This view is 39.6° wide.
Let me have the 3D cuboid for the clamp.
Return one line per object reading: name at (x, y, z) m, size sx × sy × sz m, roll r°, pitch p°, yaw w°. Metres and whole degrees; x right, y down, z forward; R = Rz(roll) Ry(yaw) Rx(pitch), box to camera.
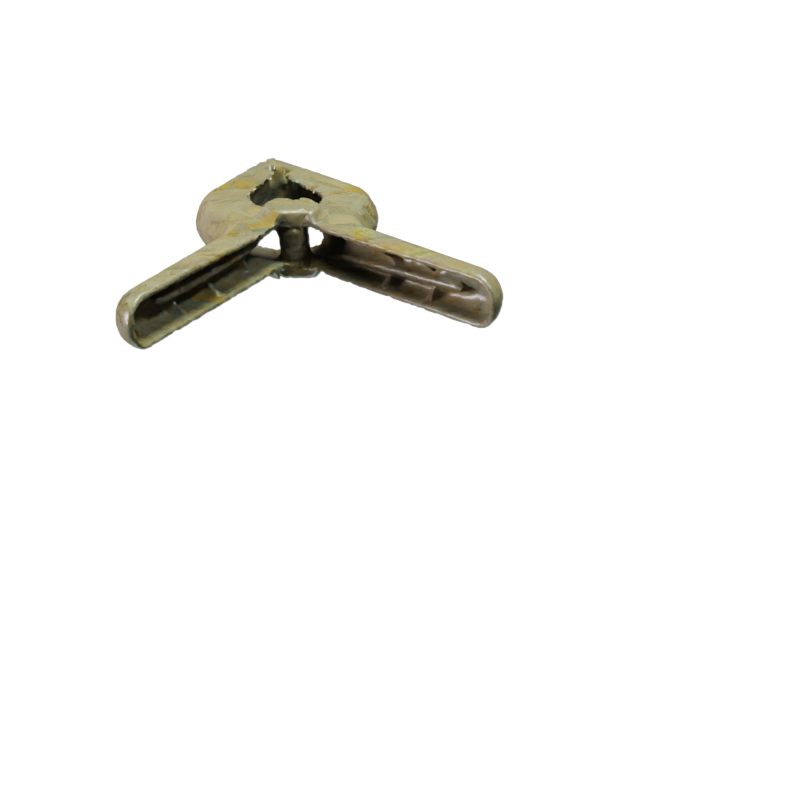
clamp at (-0.043, -0.079, 0.551) m, size 0.164 × 0.035 × 0.221 m, roll -1°, pitch 26°, yaw -2°
